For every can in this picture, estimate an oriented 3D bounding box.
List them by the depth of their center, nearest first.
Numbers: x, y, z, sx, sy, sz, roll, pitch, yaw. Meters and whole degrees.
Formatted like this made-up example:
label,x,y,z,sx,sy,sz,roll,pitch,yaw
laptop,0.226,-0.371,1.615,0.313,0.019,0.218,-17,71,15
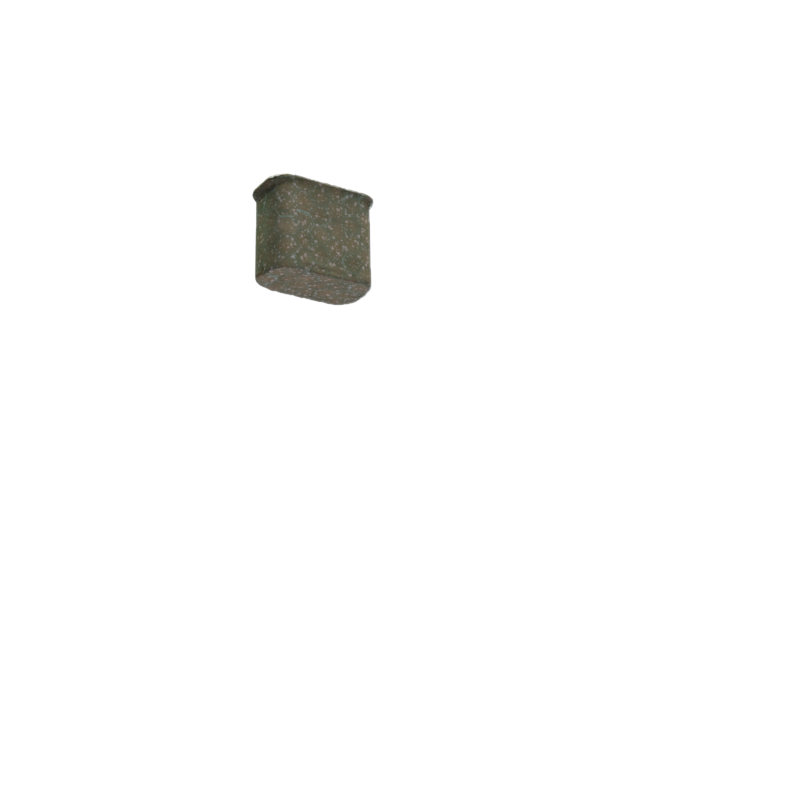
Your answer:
label,x,y,z,sx,sy,sz,roll,pitch,yaw
can,-0.073,-0.132,0.926,0.097,0.088,0.057,12,-25,-30
